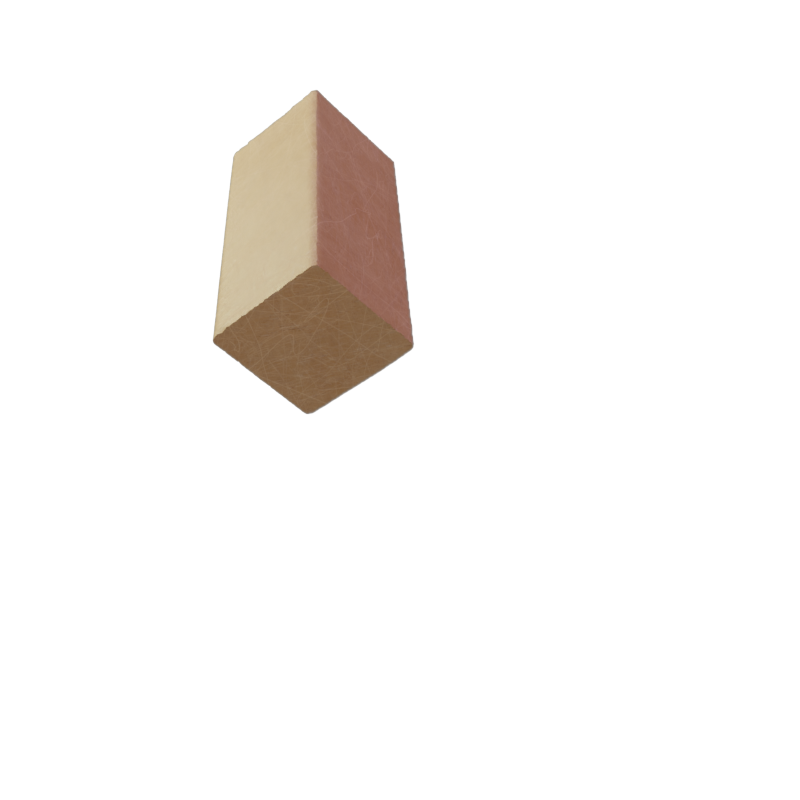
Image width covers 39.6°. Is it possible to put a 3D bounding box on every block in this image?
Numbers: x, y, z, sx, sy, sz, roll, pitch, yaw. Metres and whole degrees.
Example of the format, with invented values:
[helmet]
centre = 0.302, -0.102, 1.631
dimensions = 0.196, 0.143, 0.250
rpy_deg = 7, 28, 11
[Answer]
[block]
centre = -0.059, -0.106, 0.748
dimensions = 0.089, 0.221, 0.085
rpy_deg = -35, -55, 24
